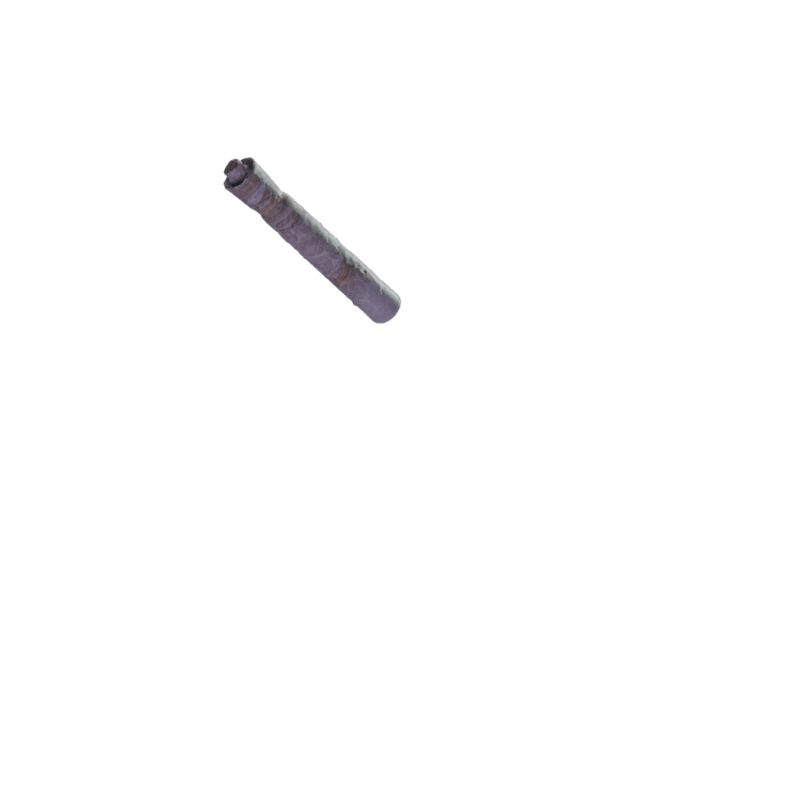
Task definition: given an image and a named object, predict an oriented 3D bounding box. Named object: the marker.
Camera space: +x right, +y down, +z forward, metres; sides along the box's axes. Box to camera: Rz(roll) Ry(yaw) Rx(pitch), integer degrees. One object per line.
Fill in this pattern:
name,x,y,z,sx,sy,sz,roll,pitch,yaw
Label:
marker,-0.042,-0.077,0.537,0.021,0.020,0.113,3,-30,49
